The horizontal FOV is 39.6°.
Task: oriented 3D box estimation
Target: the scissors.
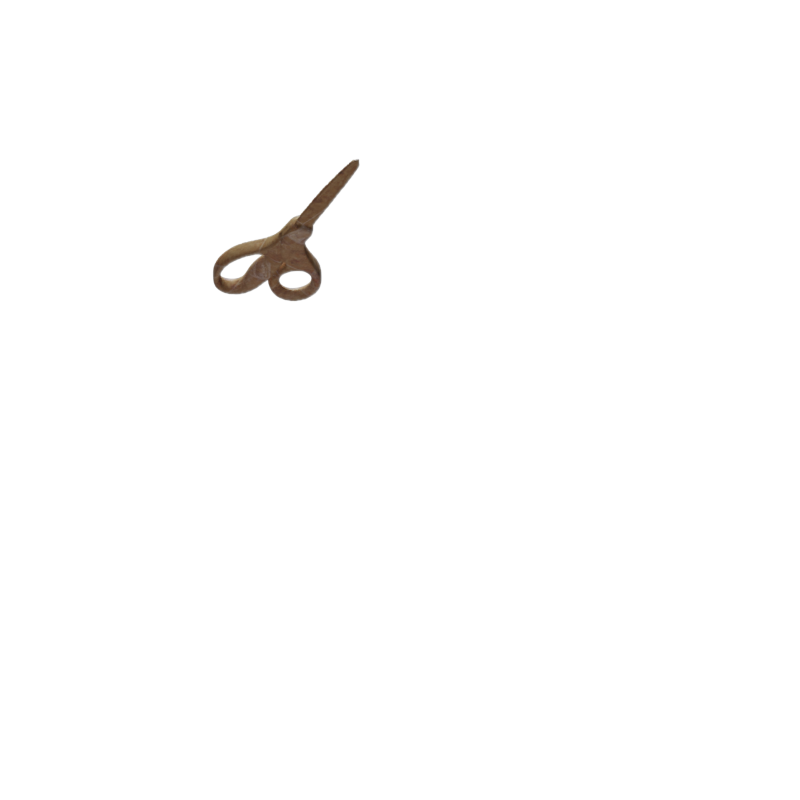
[{"bbox_3d":[-0.067,-0.122,0.858,0.090,0.017,0.202,22,-34,-38],"label":"scissors"}]
